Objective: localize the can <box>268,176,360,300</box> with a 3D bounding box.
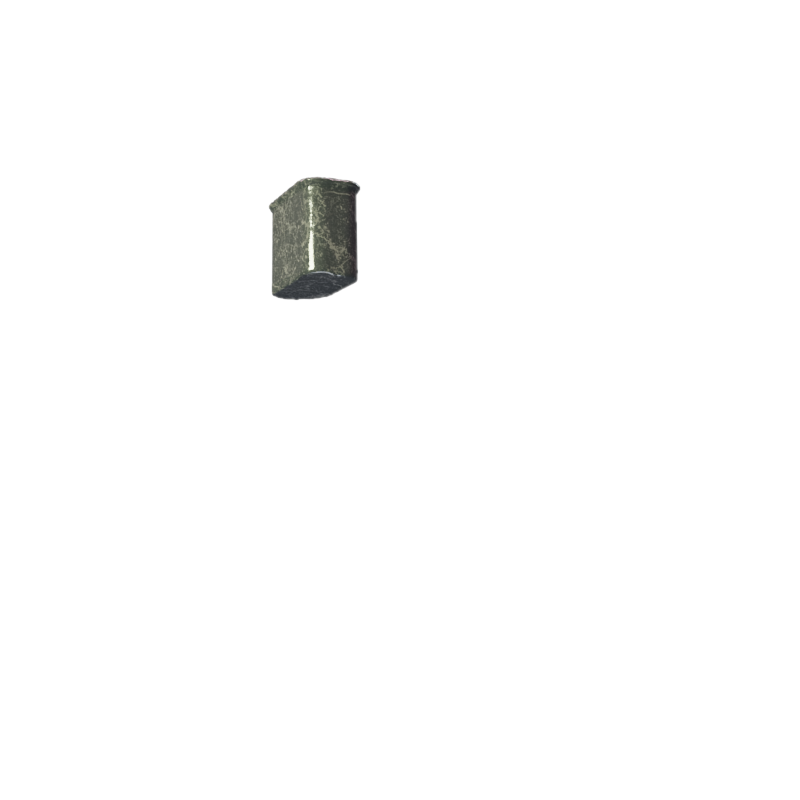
[{"bbox_3d":[-0.075,-0.137,0.962,0.055,0.087,0.102,6,-13,-26],"label":"can"}]
